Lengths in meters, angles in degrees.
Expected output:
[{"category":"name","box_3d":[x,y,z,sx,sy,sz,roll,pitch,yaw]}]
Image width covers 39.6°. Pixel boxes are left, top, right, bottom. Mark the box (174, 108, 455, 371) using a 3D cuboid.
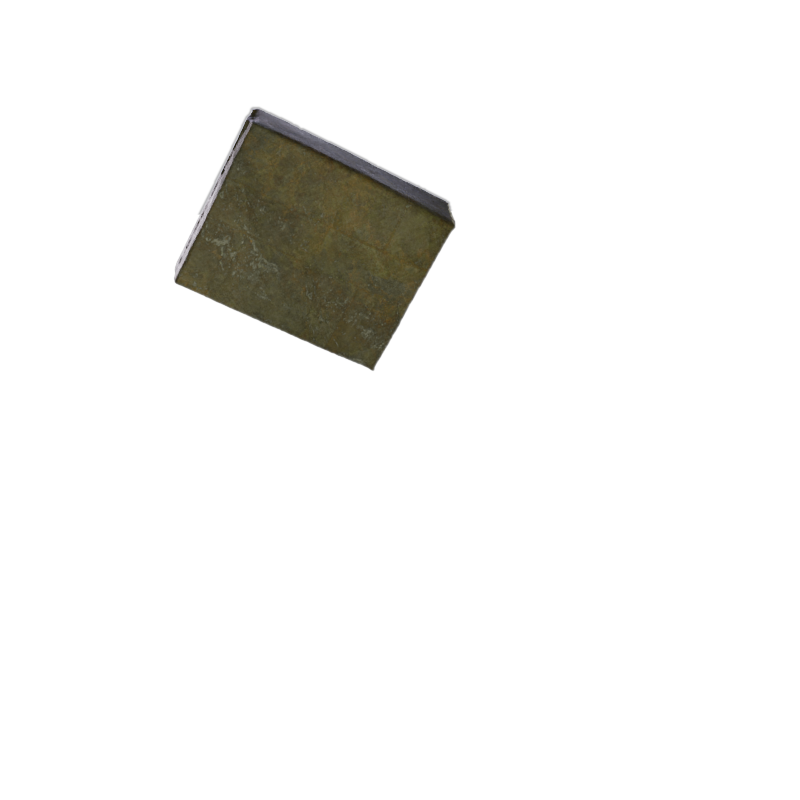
[{"category":"box","box_3d":[-0.043,-0.078,0.545,0.111,0.088,0.041,26,18,-9]}]
